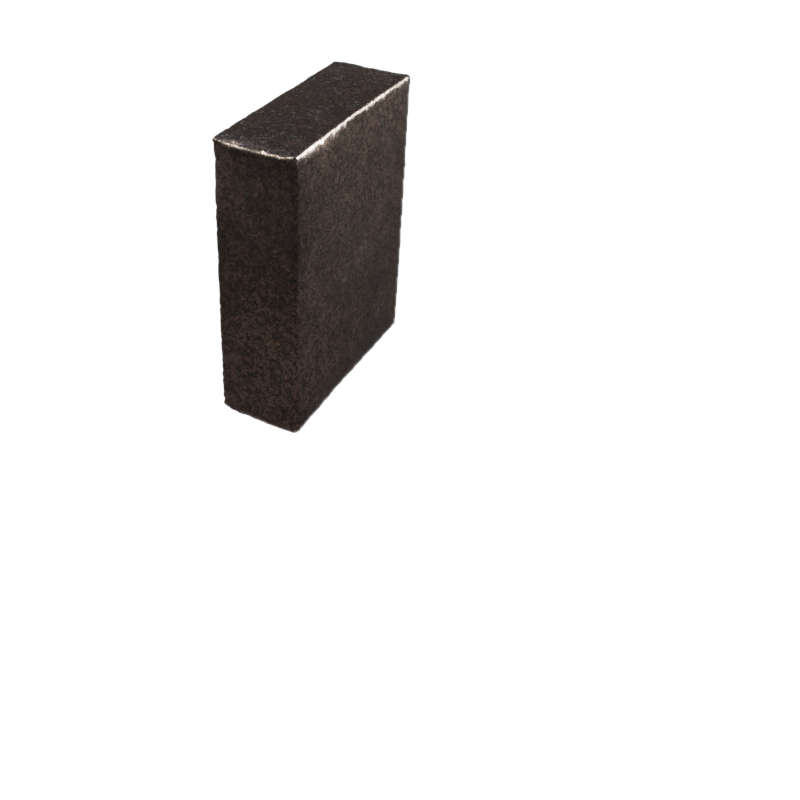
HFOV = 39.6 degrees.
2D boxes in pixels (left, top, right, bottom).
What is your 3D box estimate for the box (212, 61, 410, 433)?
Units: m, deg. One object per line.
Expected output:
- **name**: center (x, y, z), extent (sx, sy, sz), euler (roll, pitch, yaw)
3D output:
- **box**: center (-0.062, -0.113, 0.789), extent (0.075, 0.201, 0.168), euler (16, 35, 21)
